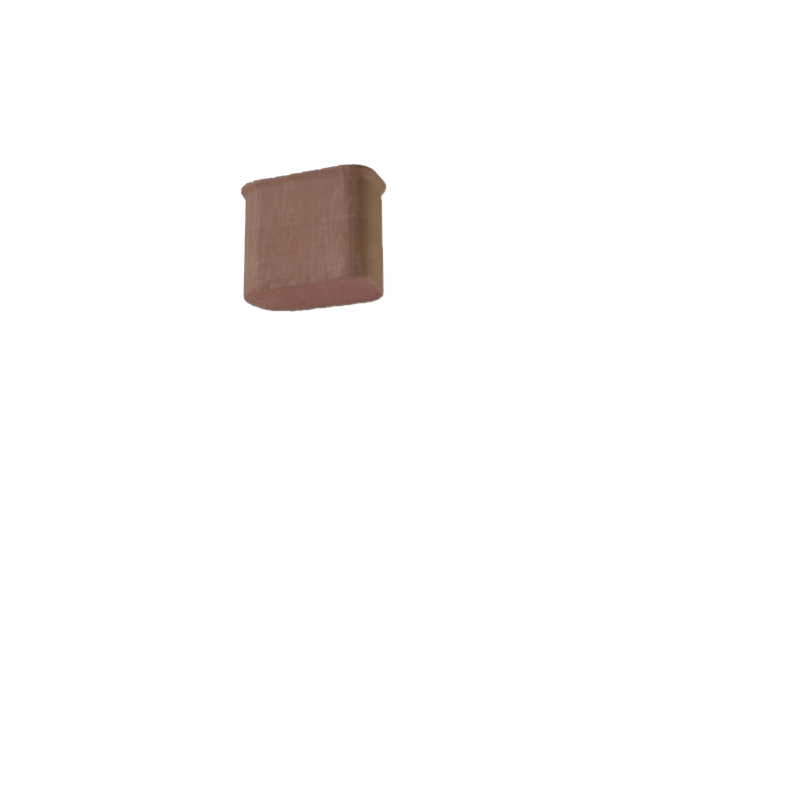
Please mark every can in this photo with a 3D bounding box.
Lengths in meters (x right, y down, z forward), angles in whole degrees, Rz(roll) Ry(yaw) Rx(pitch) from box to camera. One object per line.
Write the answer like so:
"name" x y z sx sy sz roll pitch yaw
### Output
"can" -0.061 -0.111 0.780 0.104 0.088 0.054 -7 -19 19
